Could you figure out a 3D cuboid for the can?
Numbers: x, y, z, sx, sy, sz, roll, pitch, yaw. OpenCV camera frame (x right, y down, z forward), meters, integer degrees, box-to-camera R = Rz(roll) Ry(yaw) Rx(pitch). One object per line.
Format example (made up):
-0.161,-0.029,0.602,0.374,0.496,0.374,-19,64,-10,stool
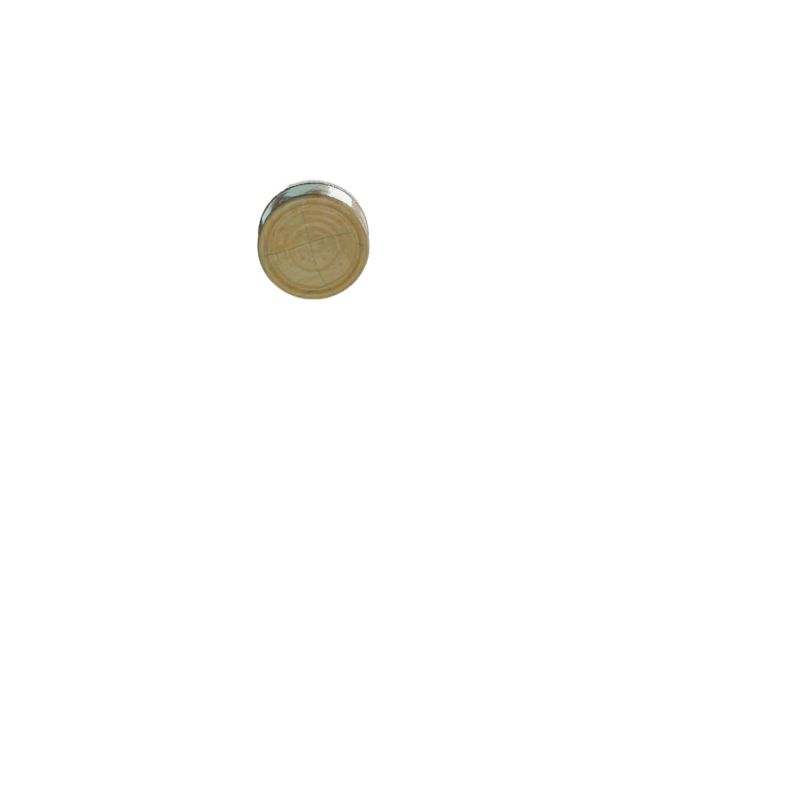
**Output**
-0.066,-0.120,0.841,0.086,0.082,0.035,0,22,-1,can
